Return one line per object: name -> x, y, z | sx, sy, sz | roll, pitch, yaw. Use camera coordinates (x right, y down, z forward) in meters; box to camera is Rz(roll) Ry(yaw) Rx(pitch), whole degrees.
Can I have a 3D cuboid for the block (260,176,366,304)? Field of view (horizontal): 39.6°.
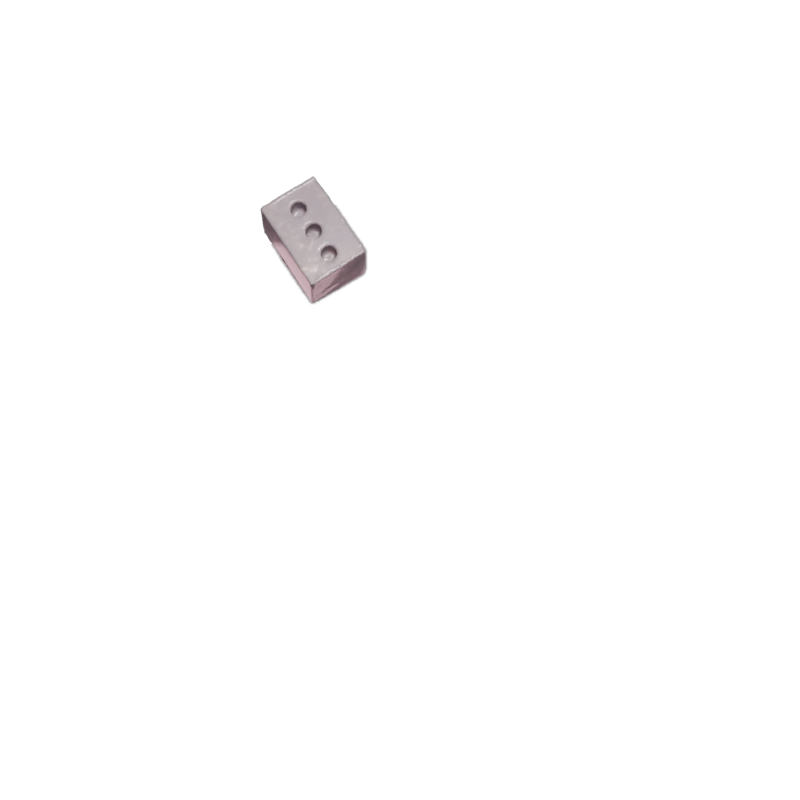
block -> -0.069, -0.126, 0.884 | 0.053, 0.081, 0.049 | -32, -14, -11
